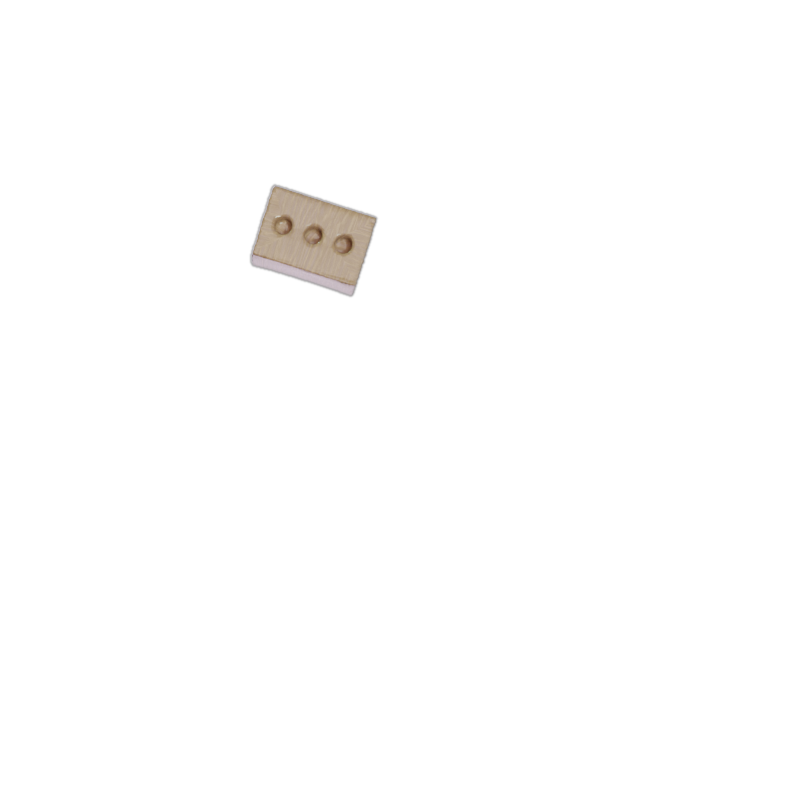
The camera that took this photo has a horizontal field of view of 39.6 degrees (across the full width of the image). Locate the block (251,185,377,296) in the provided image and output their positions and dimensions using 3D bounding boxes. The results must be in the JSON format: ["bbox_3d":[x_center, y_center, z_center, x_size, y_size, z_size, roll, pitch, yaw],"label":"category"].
[{"bbox_3d":[-0.062,-0.112,0.786,0.078,0.054,0.050,17,-8,1],"label":"block"}]
